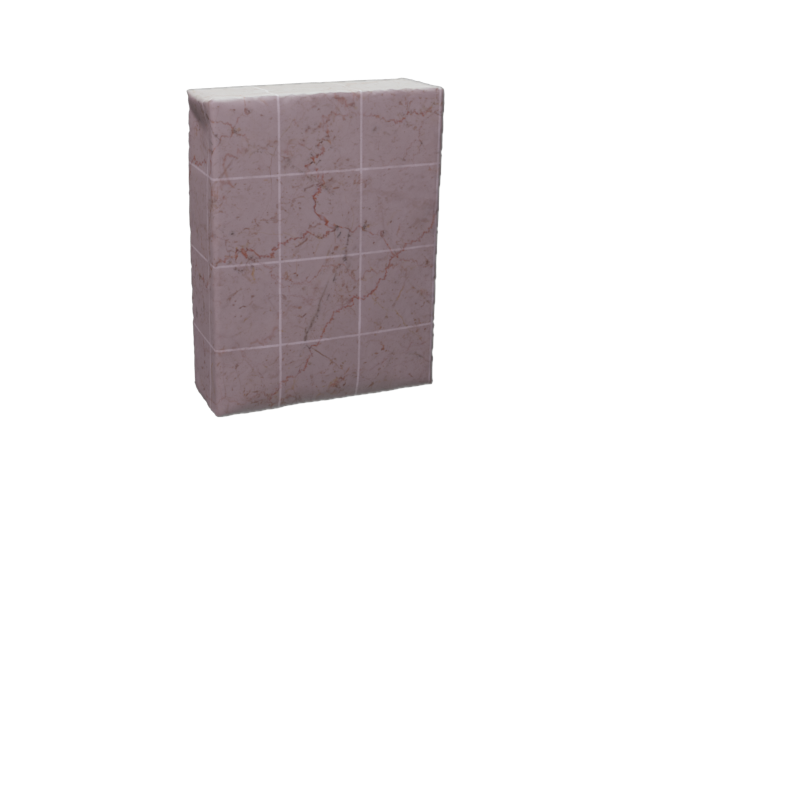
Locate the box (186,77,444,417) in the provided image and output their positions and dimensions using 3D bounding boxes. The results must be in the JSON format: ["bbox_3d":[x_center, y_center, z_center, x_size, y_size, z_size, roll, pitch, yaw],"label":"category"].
[{"bbox_3d":[-0.060,-0.109,0.760,0.161,0.206,0.076,-7,18,-23],"label":"box"}]
